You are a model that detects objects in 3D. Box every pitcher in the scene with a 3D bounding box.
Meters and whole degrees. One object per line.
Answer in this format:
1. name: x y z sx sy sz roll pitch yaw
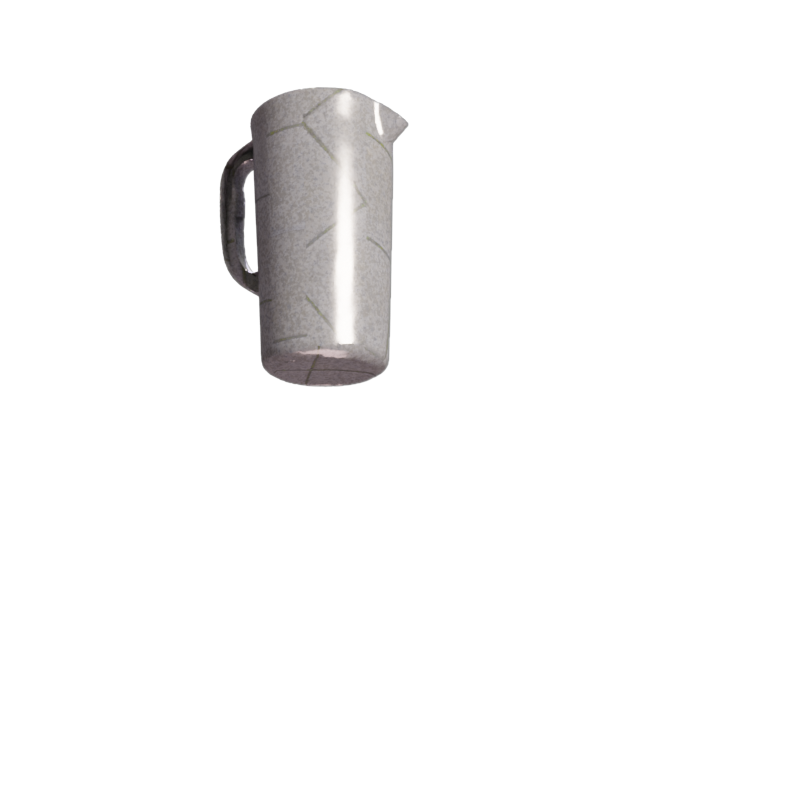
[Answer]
1. pitcher: -0.076 -0.139 0.977 0.141 0.255 0.146 6 -21 -19
